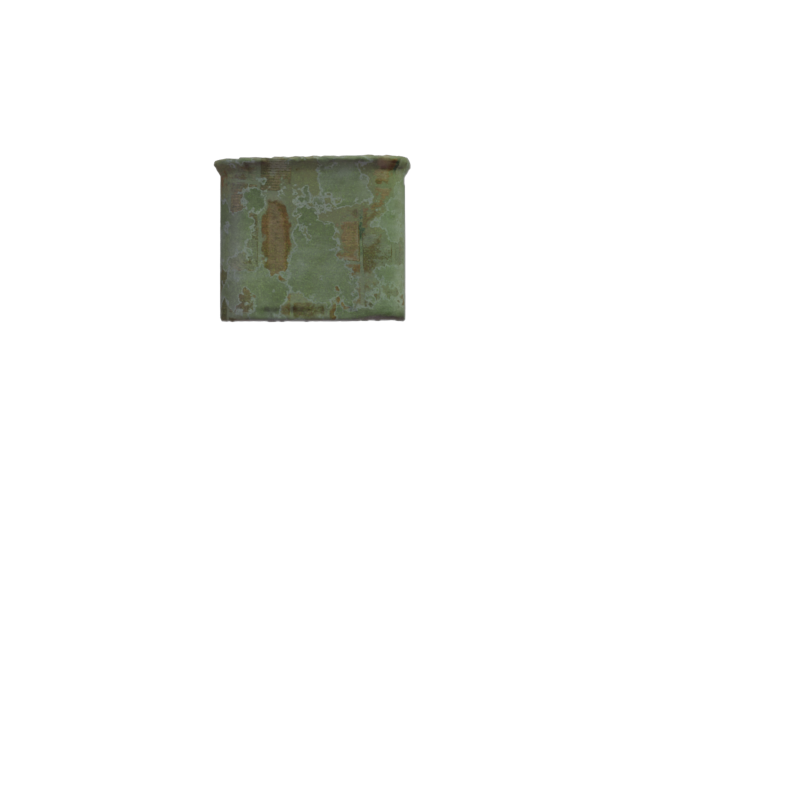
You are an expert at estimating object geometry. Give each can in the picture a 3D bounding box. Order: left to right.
[{"bbox_3d":[-0.046,-0.083,0.582,0.103,0.084,0.057,0,-1,6],"label":"can"}]
